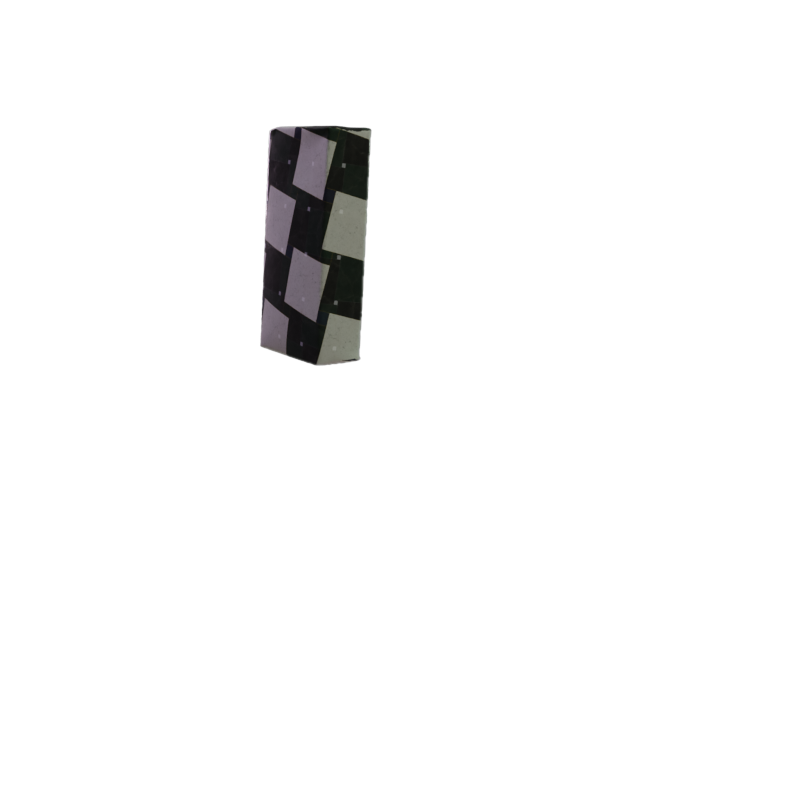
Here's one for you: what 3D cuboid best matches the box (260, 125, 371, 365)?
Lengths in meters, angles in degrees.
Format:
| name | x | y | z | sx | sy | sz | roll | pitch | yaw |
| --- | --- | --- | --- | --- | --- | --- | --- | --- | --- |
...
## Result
| name | x | y | z | sx | sy | sz | roll | pitch | yaw |
| --- | --- | --- | --- | --- | --- | --- | --- | --- | --- |
| box | -0.067 | -0.121 | 0.849 | 0.046 | 0.174 | 0.098 | -3 | 8 | -34 |
